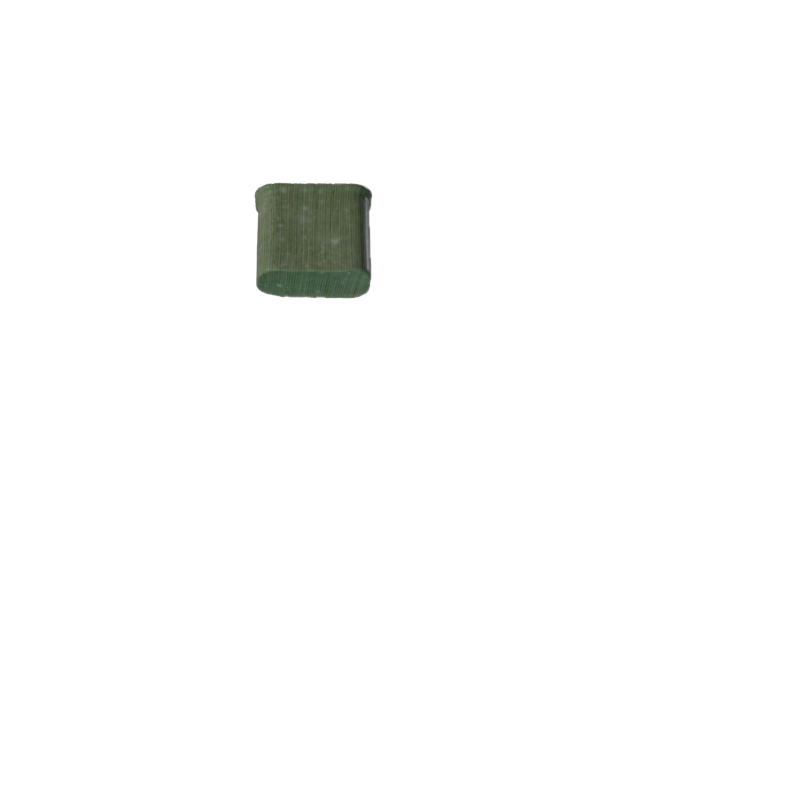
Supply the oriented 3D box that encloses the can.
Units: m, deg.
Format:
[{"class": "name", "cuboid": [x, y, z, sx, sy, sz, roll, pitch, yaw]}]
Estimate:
[{"class": "can", "cuboid": [-0.074, -0.135, 0.948, 0.102, 0.089, 0.054, 0, -26, -3]}]
